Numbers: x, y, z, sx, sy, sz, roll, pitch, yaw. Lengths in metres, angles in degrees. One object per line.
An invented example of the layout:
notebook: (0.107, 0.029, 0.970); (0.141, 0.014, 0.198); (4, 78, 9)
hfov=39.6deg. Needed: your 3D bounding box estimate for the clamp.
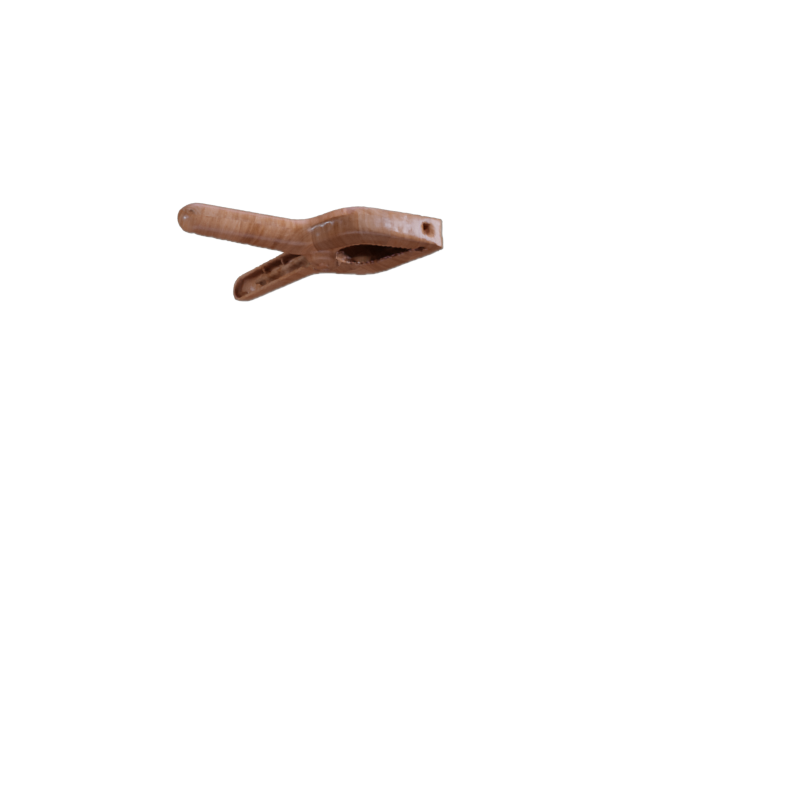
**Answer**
clamp: (-0.072, -0.131, 0.919); (0.213, 0.038, 0.154); (-6, -19, 17)
